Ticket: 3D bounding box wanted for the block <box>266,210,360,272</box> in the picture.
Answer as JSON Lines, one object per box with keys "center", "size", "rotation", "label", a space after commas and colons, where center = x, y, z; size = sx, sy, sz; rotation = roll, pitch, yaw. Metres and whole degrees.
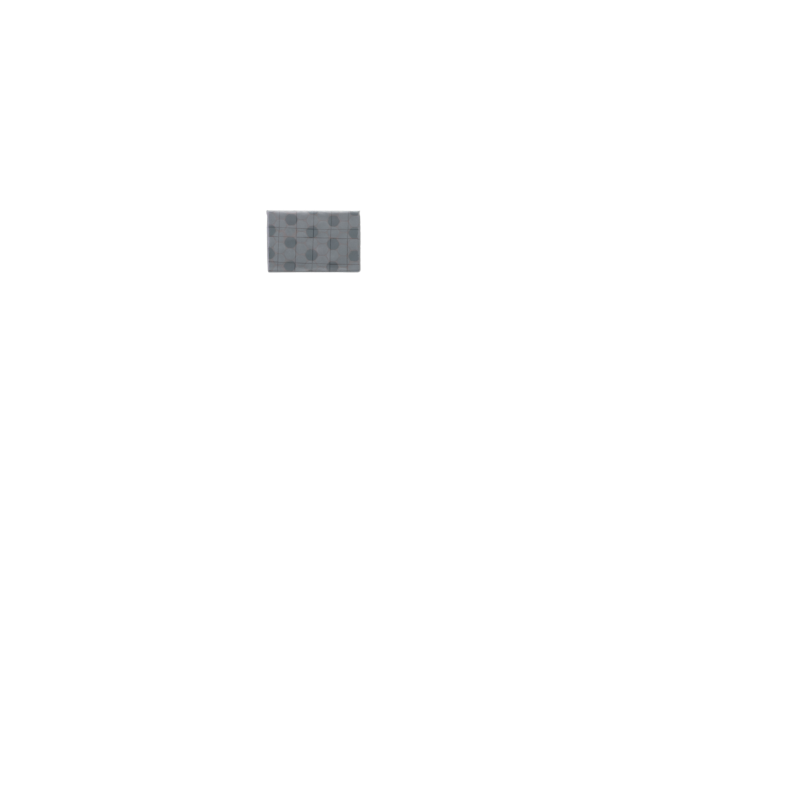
{"center": [-0.072, -0.131, 0.918], "size": [0.078, 0.051, 0.053], "rotation": [0, 3, -4], "label": "block"}
